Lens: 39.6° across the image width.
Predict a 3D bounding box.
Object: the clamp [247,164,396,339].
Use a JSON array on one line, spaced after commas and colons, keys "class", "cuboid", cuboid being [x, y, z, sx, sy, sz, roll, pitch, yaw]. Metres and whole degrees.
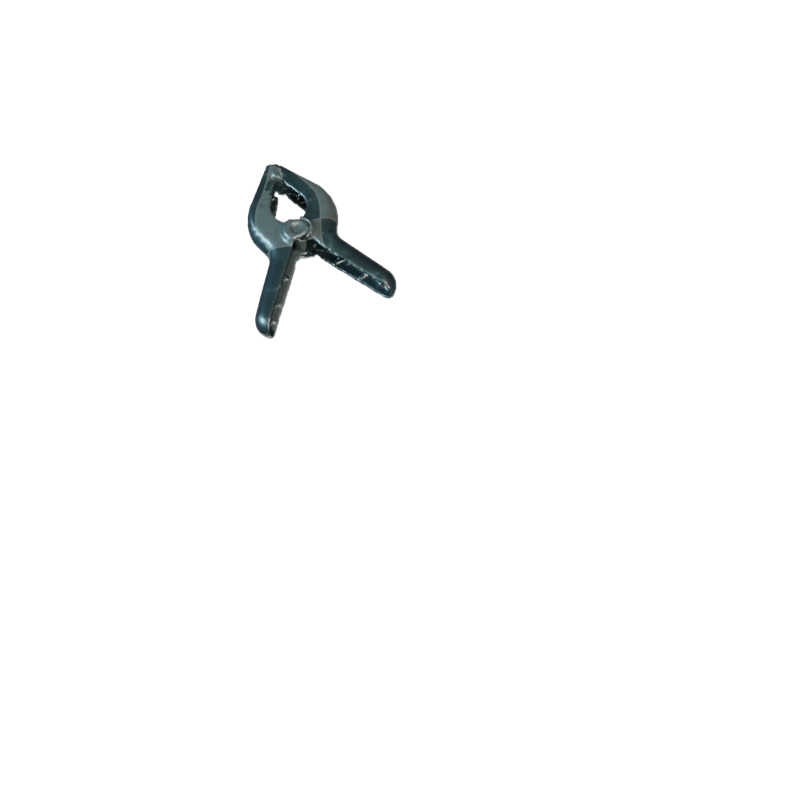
[{"class": "clamp", "cuboid": [-0.075, -0.136, 0.954, 0.119, 0.184, 0.037, -9, -32, -6]}]
